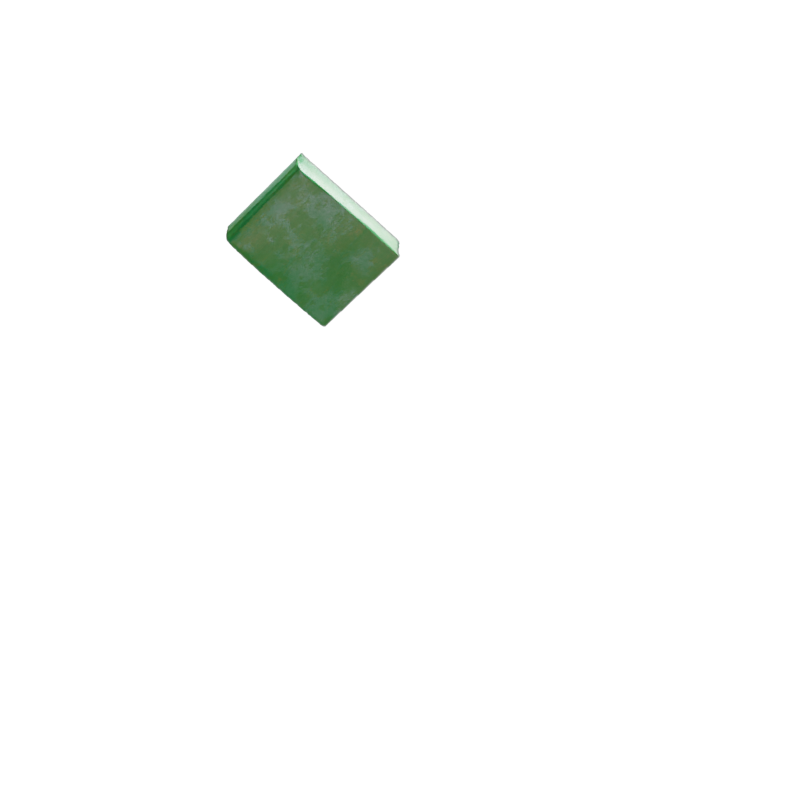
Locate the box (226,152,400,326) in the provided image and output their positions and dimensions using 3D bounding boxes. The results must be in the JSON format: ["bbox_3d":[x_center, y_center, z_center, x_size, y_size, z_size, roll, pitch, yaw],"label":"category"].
[{"bbox_3d":[-0.070,-0.127,0.889,0.109,0.089,0.041,41,19,-18],"label":"box"}]
